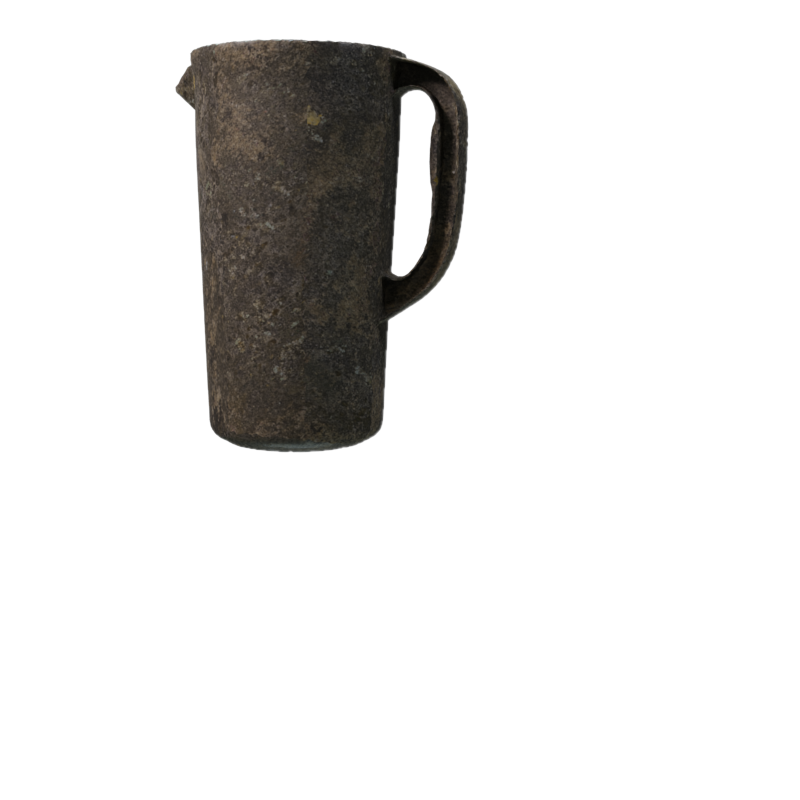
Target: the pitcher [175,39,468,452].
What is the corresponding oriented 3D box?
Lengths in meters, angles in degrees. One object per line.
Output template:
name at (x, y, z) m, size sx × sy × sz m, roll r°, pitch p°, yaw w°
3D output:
pitcher at (-0.053, -0.097, 0.680) m, size 0.141 × 0.241 × 0.155 m, roll -2°, pitch 5°, yaw -26°
